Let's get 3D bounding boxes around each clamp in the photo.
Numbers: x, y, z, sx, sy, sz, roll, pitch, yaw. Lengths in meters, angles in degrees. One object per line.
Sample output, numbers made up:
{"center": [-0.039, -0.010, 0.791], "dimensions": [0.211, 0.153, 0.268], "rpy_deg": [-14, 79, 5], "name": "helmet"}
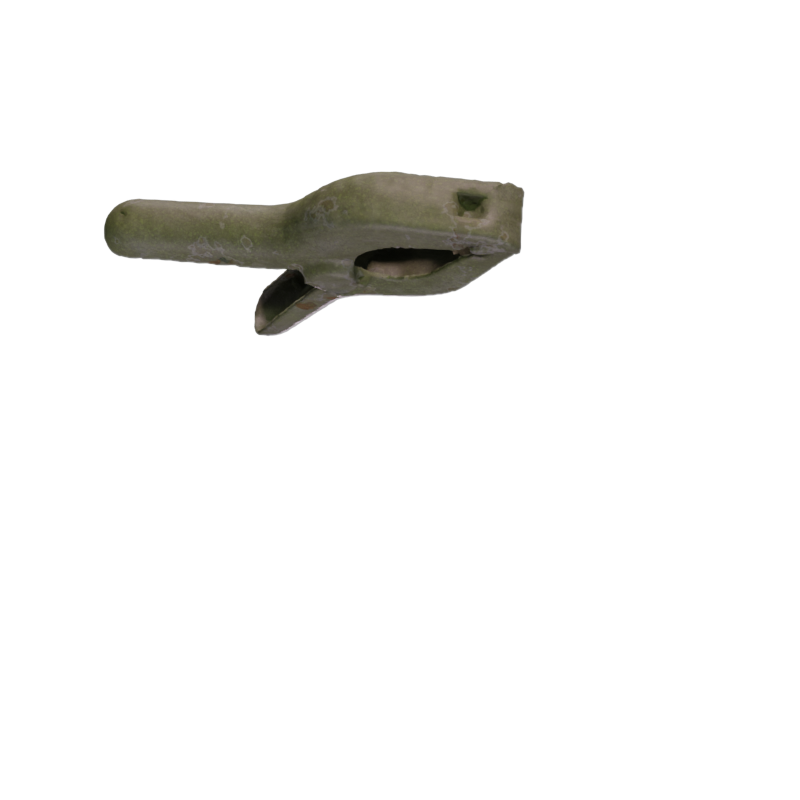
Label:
{"center": [-0.036, -0.066, 0.459], "dimensions": [0.174, 0.041, 0.113], "rpy_deg": [-12, -19, 39], "name": "clamp"}
